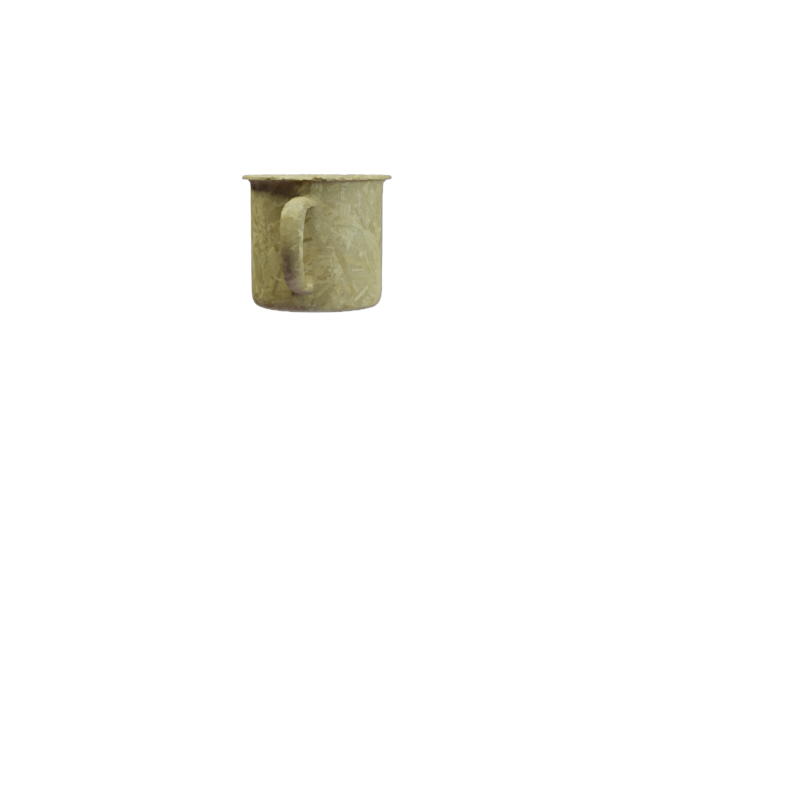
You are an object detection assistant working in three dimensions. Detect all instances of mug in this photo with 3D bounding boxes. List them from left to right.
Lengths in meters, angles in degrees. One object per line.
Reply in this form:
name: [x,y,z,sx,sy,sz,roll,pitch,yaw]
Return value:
mug: [-0.053,-0.097,0.679,0.094,0.080,0.118,1,10,7]
